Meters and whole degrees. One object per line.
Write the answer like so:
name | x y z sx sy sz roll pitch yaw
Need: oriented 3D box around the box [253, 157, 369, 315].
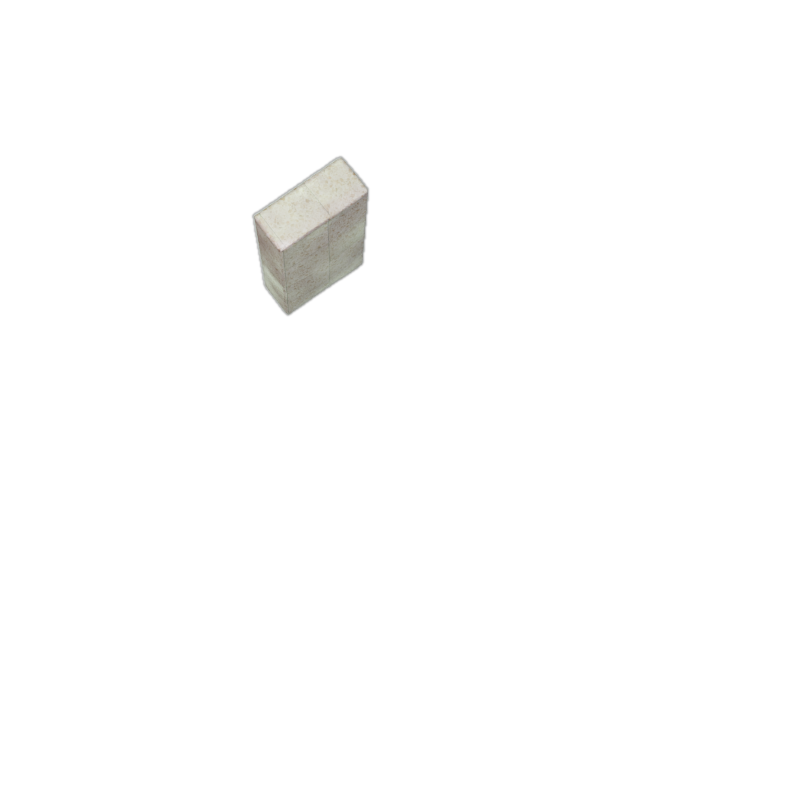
box | -0.077 -0.139 0.979 0.094 0.049 0.170 -36 -7 -10
